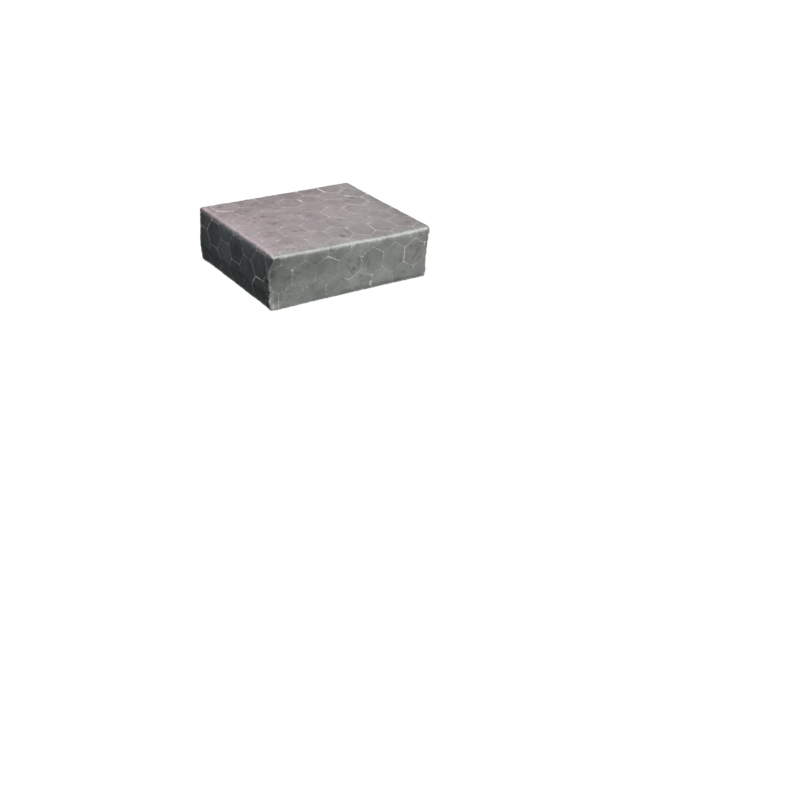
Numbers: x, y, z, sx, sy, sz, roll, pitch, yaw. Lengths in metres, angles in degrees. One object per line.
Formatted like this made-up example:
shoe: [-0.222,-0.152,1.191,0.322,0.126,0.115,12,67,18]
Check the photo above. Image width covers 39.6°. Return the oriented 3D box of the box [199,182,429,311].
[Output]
box: [-0.053,-0.097,0.676,0.112,0.037,0.096,-18,33,-30]
